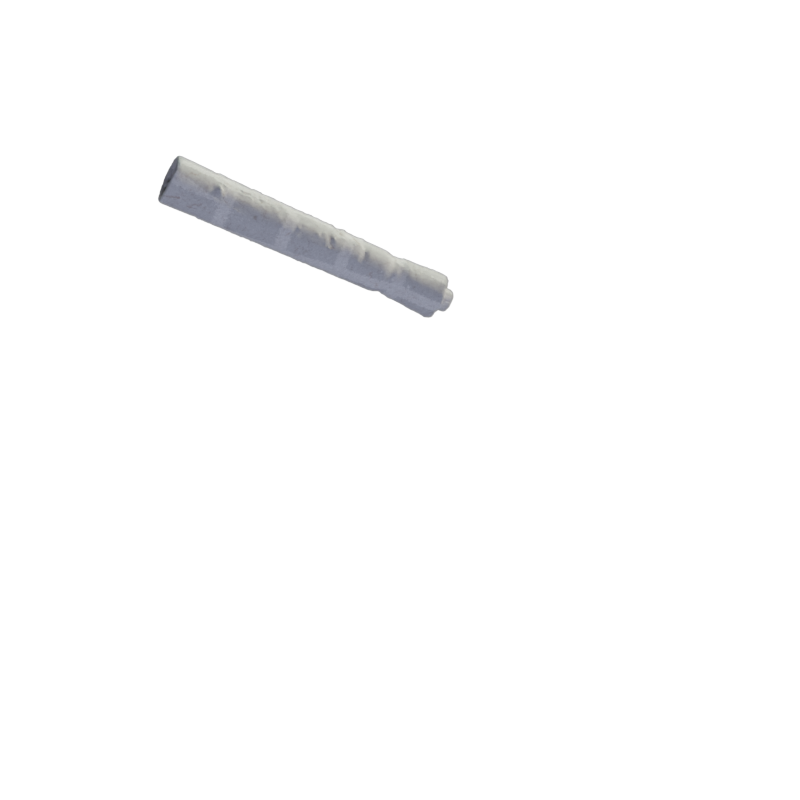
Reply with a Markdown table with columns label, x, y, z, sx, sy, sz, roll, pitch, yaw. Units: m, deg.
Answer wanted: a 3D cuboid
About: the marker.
| label | x | y | z | sx | sy | sz | roll | pitch | yaw |
| --- | --- | --- | --- | --- | --- | --- | --- | --- | --- |
| marker | -0.033 | -0.060 | 0.422 | 0.117 | 0.020 | 0.020 | 22 | -3 | -16 |
